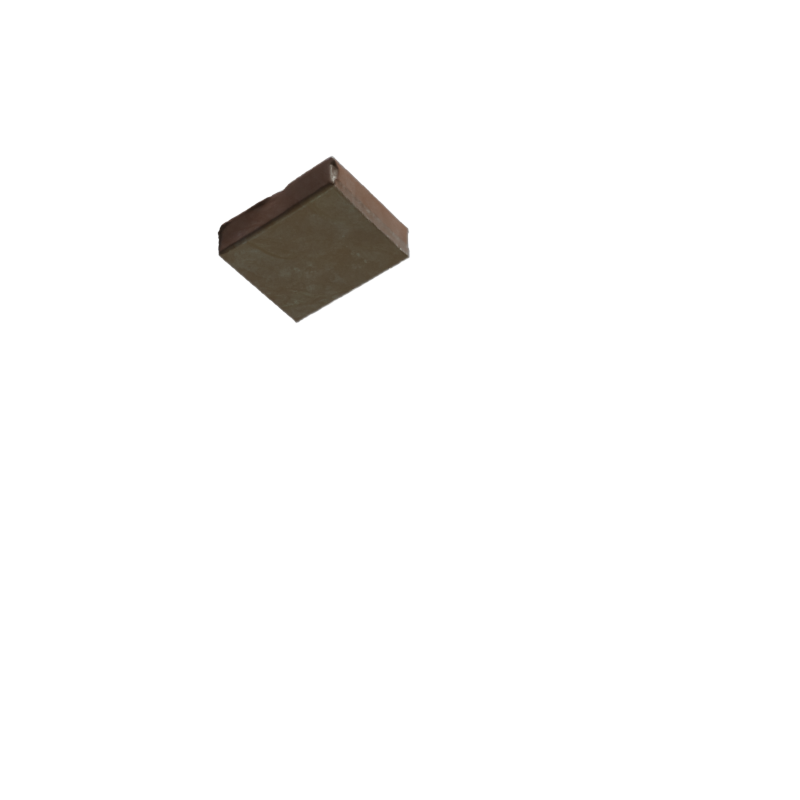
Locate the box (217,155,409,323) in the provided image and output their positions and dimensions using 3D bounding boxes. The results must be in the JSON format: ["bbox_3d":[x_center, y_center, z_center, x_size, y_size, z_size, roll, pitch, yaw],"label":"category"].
[{"bbox_3d":[-0.051,-0.093,0.650,0.089,0.032,0.068,-28,-49,26],"label":"box"}]
